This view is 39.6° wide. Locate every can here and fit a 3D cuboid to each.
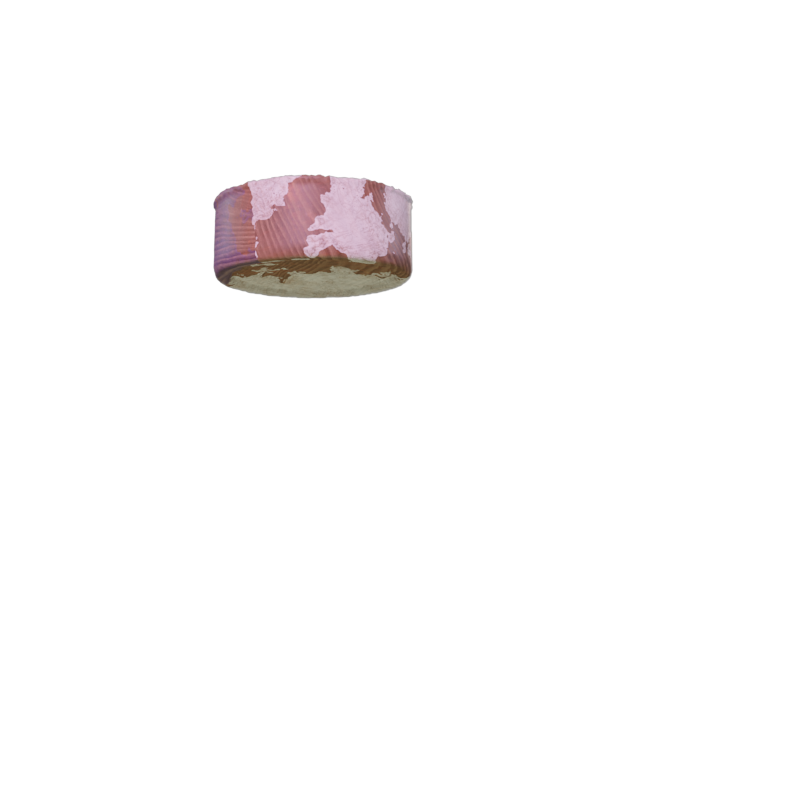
[{"bbox_3d":[-0.037,-0.068,0.473,0.086,0.034,0.084,0,-7,-2],"label":"can"}]
